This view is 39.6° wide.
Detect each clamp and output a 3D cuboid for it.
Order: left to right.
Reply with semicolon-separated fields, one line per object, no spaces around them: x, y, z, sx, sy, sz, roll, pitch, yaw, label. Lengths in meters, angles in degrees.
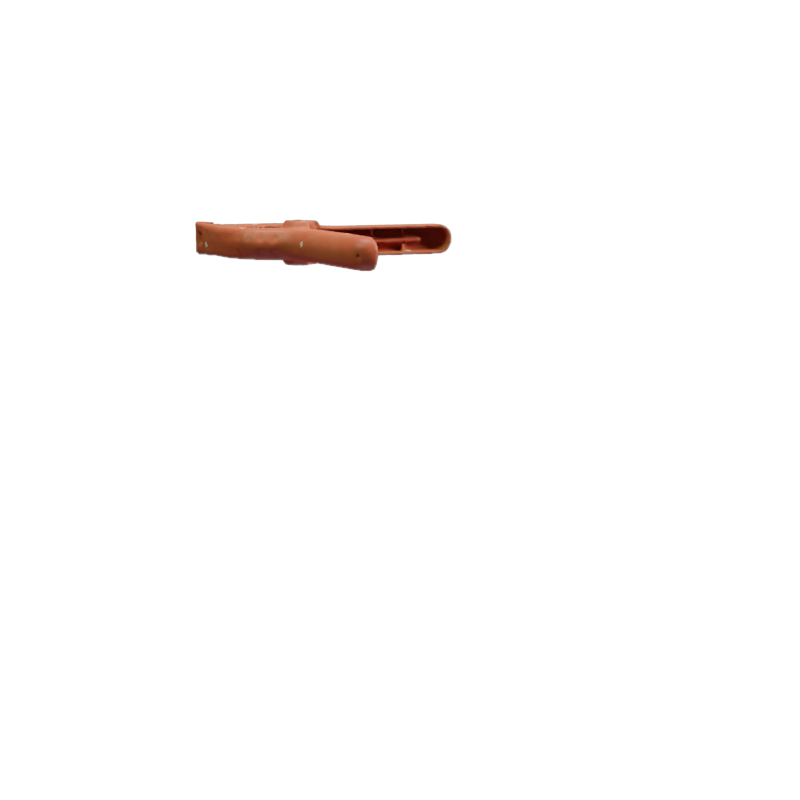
-0.071;-0.130;0.909;0.219;0.036;0.161;7;14;31;clamp
